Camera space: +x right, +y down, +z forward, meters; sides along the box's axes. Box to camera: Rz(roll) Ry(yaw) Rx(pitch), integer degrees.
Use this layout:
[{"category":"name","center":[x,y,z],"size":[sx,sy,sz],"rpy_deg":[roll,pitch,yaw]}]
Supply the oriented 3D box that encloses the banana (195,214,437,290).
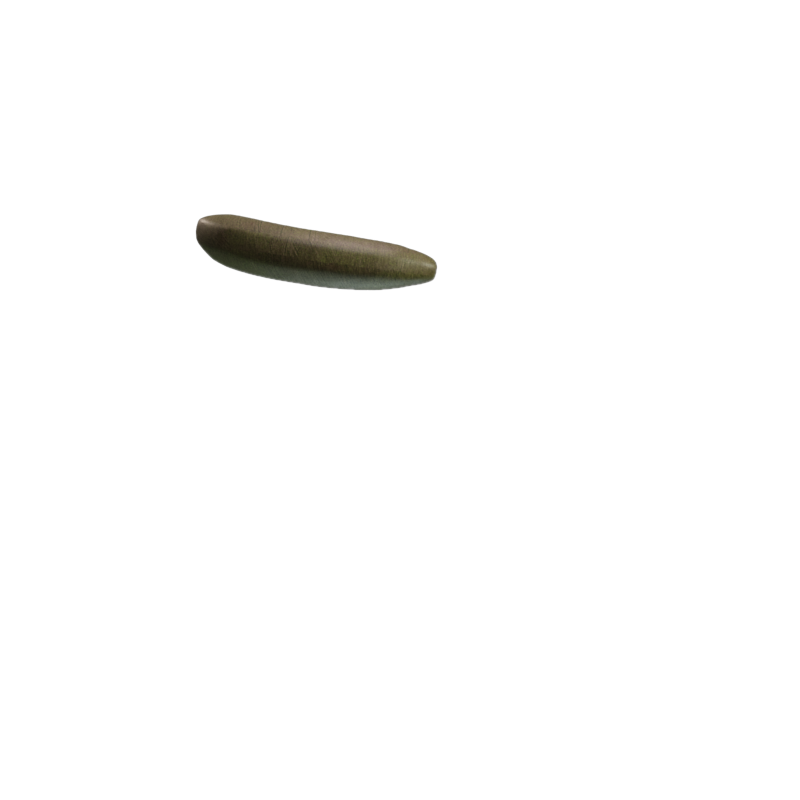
[{"category":"banana","center":[-0.074,-0.106,0.768],"size":[0.208,0.035,0.069],"rpy_deg":[17,29,31]}]
